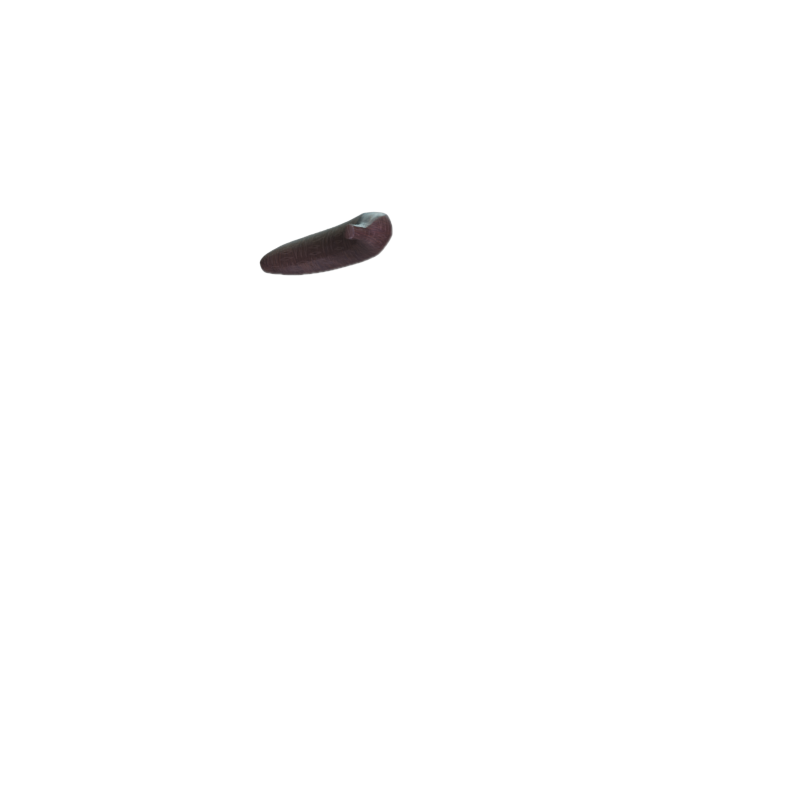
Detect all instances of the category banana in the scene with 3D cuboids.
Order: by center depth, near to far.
[{"bbox_3d":[-0.058,-0.138,0.974,0.067,0.037,0.200,3,-5,-27],"label":"banana"}]
